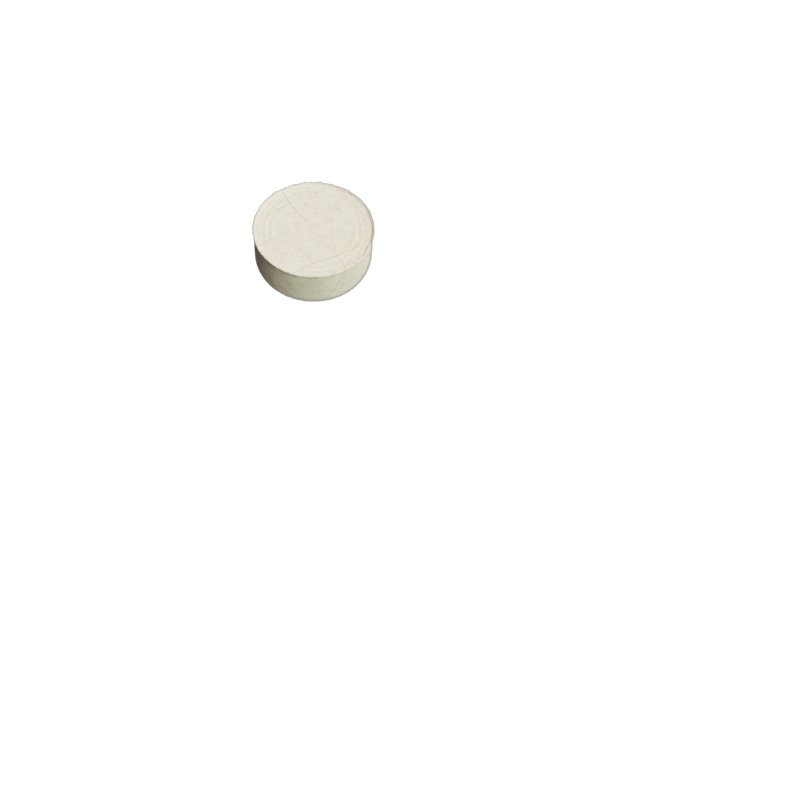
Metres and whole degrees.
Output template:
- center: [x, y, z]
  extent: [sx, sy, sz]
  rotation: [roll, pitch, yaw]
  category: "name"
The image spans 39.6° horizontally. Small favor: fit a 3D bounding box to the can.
- center: [-0.062, -0.113, 0.789]
  extent: [0.086, 0.092, 0.031]
  rotation: [-1, -35, -1]
  category: "can"
